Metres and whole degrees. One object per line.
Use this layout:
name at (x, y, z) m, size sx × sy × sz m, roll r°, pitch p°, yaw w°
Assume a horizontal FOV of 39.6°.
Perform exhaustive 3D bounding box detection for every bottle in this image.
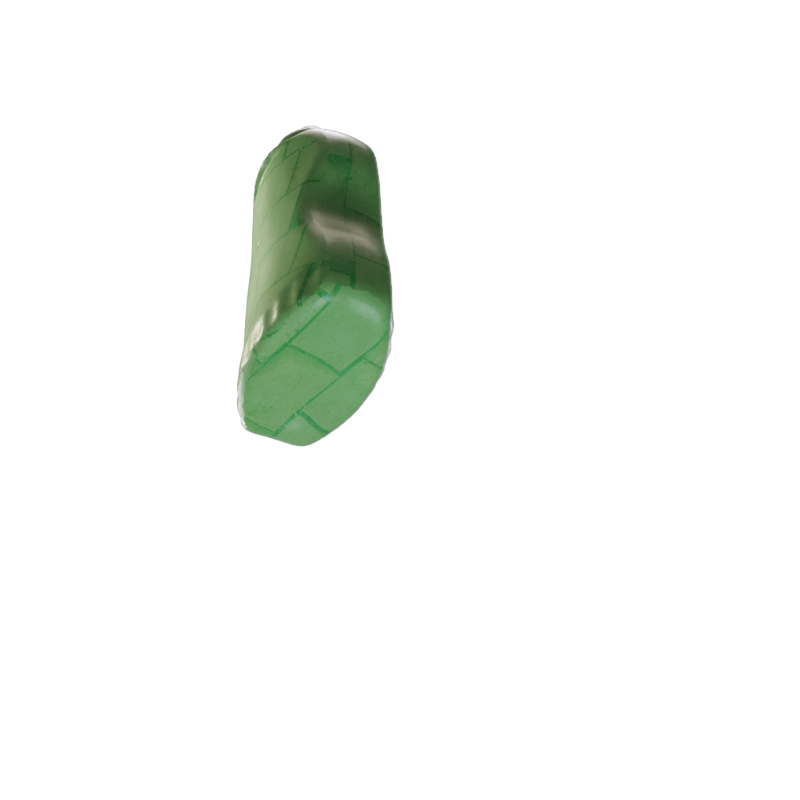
bottle at (-0.043, -0.078, 0.544) m, size 0.057 × 0.092 × 0.206 m, roll 17°, pitch 38°, yaw -18°
